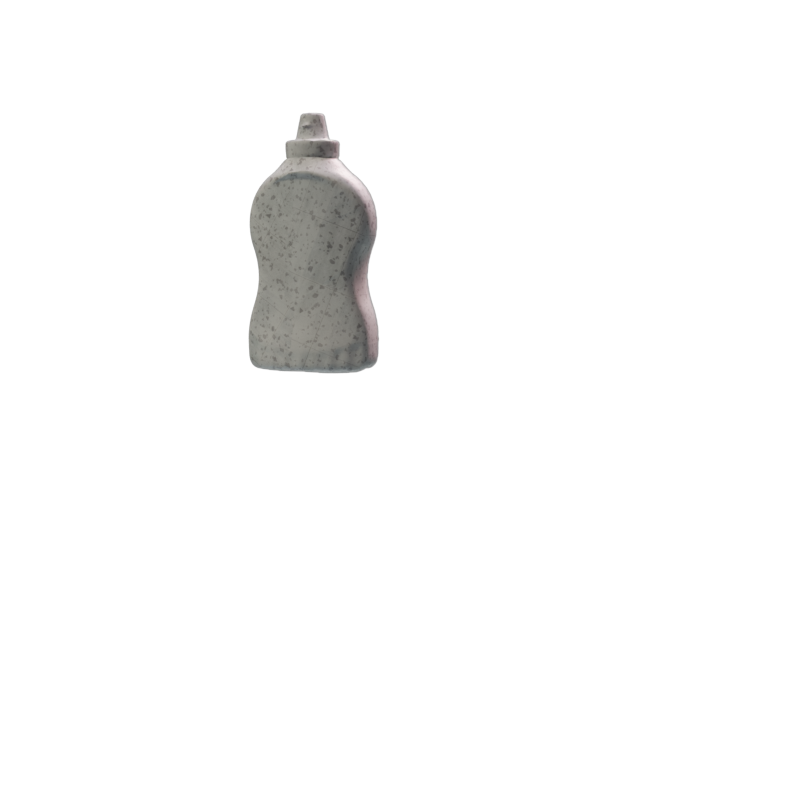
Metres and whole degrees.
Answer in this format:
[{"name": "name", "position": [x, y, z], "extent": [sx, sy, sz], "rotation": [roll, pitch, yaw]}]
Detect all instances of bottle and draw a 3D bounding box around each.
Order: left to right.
[{"name": "bottle", "position": [-0.065, -0.119, 0.832], "extent": [0.099, 0.191, 0.057], "rotation": [1, 1, 21]}]
